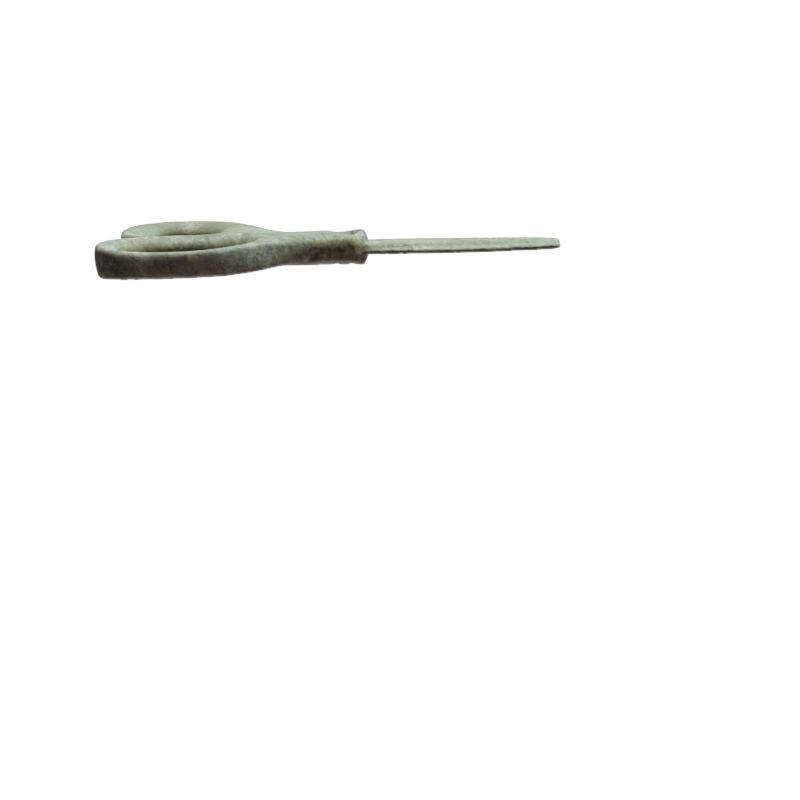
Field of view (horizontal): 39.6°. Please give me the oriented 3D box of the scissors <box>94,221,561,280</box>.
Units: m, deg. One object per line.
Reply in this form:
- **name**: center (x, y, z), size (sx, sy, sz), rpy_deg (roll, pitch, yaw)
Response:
- **scissors**: center (-0.039, -0.072, 0.503), size (0.197, 0.015, 0.101), rpy_deg (-7, 18, -21)
